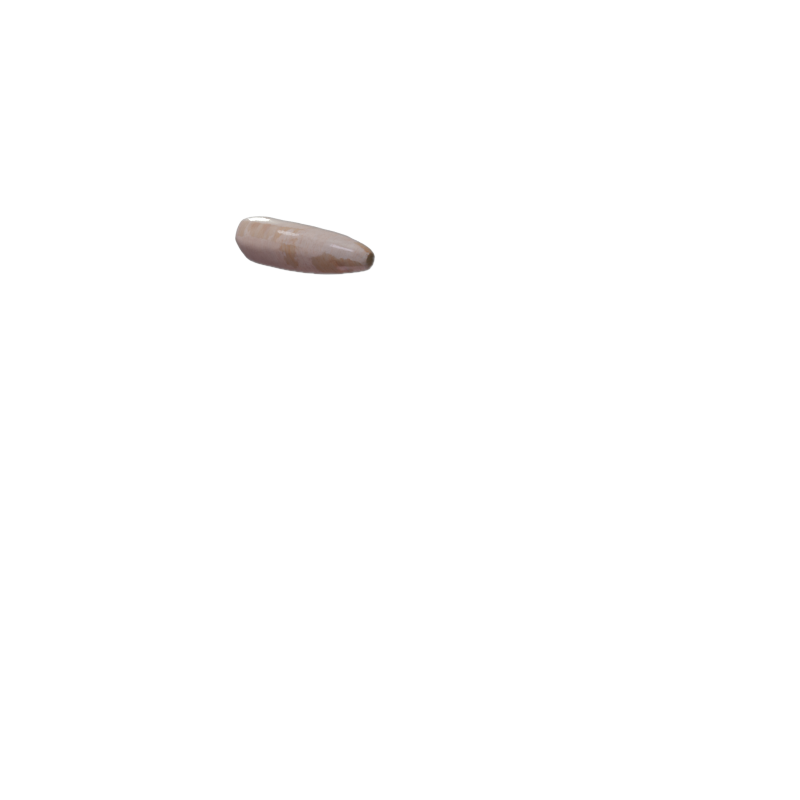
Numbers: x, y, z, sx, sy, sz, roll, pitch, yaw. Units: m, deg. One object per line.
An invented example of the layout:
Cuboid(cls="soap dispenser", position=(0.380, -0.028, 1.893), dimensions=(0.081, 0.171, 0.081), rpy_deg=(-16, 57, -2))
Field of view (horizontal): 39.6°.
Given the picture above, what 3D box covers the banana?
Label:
Cuboid(cls="banana", position=(-0.086, -0.123, 0.865), dimensions=(0.068, 0.036, 0.207), rpy_deg=(-5, 14, -22))
